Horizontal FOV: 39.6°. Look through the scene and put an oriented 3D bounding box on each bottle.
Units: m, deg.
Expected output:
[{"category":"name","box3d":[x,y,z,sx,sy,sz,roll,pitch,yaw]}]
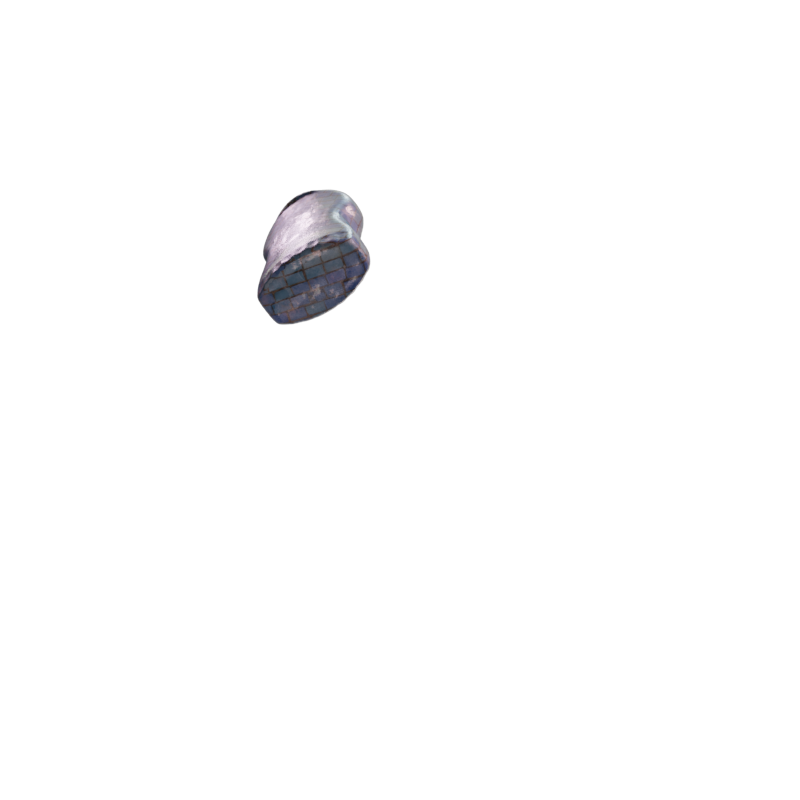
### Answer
[{"category":"bottle","box3d":[-0.077,-0.141,0.985,0.096,0.055,0.203,-33,25,13]}]
